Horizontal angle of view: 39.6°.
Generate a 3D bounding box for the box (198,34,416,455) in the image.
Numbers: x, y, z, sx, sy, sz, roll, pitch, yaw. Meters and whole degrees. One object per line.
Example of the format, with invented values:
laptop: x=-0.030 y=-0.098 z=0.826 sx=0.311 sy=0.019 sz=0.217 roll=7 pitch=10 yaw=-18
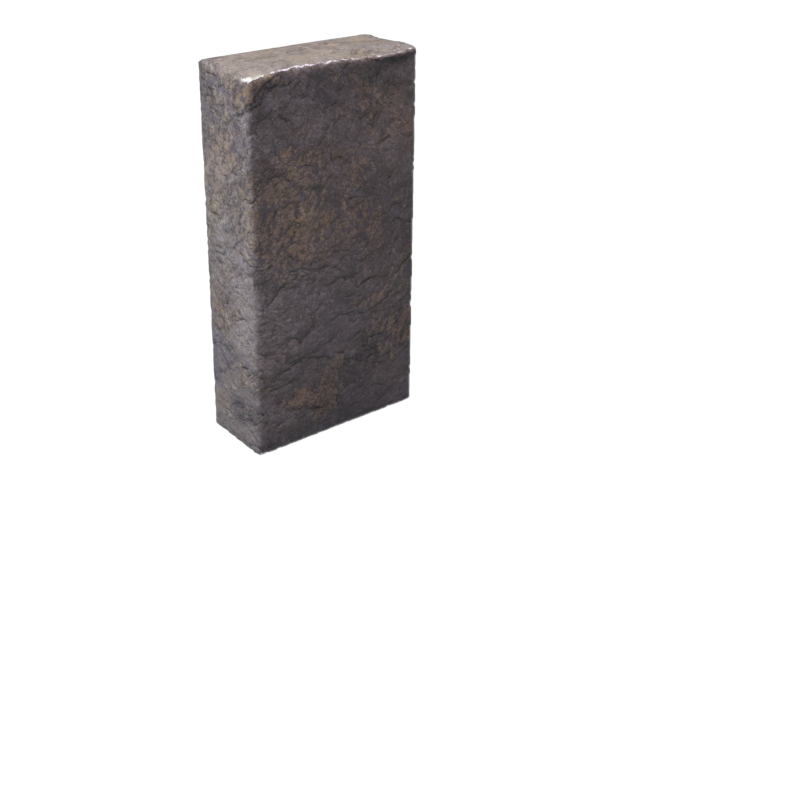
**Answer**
box: x=-0.040 y=-0.072 z=0.507 sx=0.092 sy=0.167 sz=0.051 roll=-18 pitch=32 yaw=-35
